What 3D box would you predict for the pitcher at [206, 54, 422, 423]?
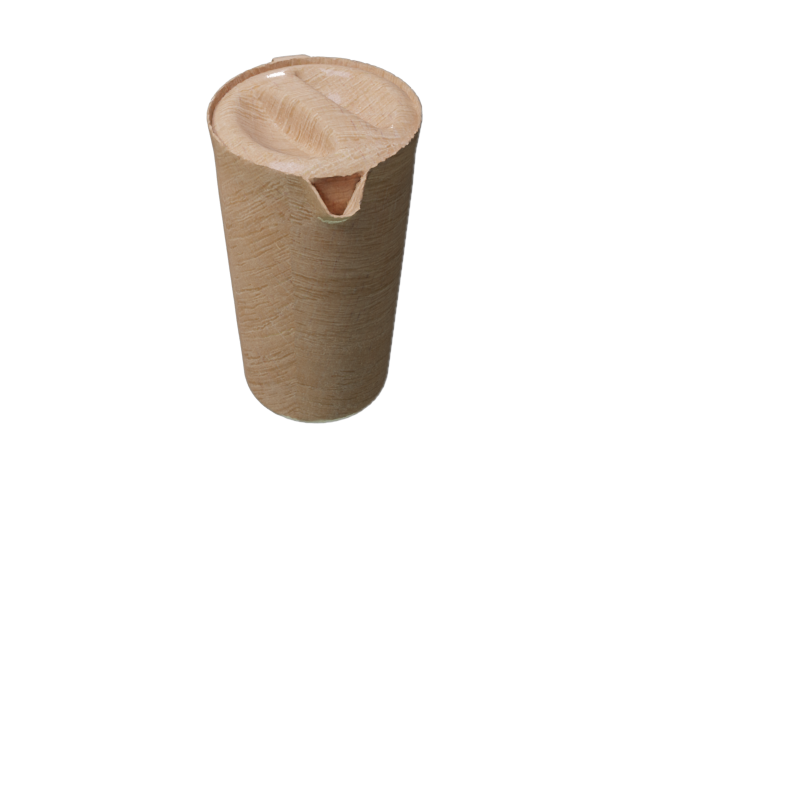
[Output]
[{"bbox_3d":[-0.060,-0.109,0.763,0.151,0.226,0.153,23,47,20],"label":"pitcher"}]
